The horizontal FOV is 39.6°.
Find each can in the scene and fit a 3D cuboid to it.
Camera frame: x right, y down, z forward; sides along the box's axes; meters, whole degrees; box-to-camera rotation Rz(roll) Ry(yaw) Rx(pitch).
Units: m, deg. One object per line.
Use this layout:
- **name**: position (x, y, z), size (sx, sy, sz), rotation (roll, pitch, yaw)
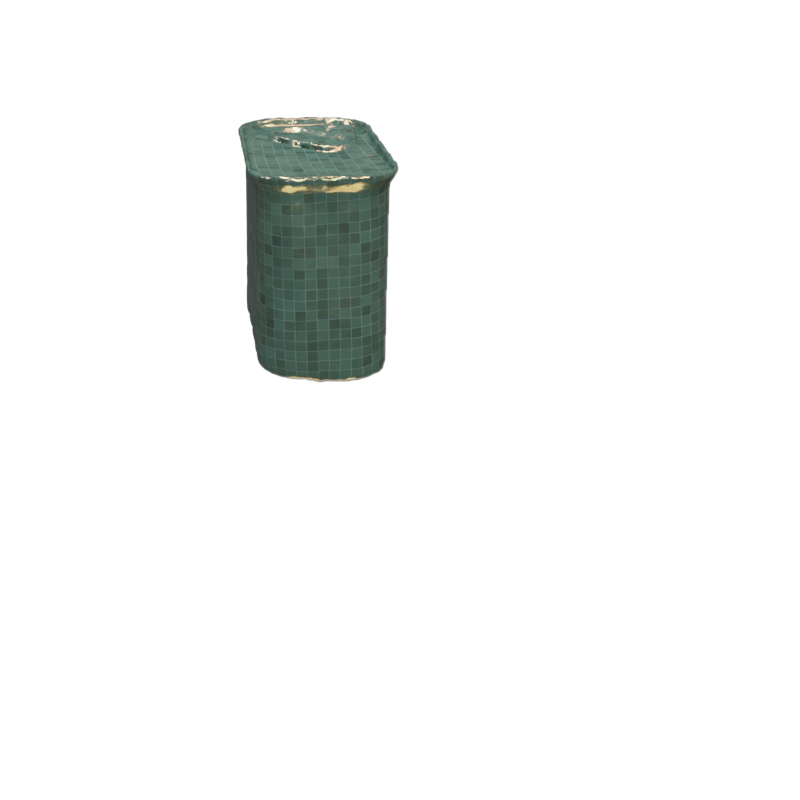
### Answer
- **can**: position (-0.036, -0.066, 0.459), size (0.057, 0.080, 0.108), rotation (-3, 24, -9)
